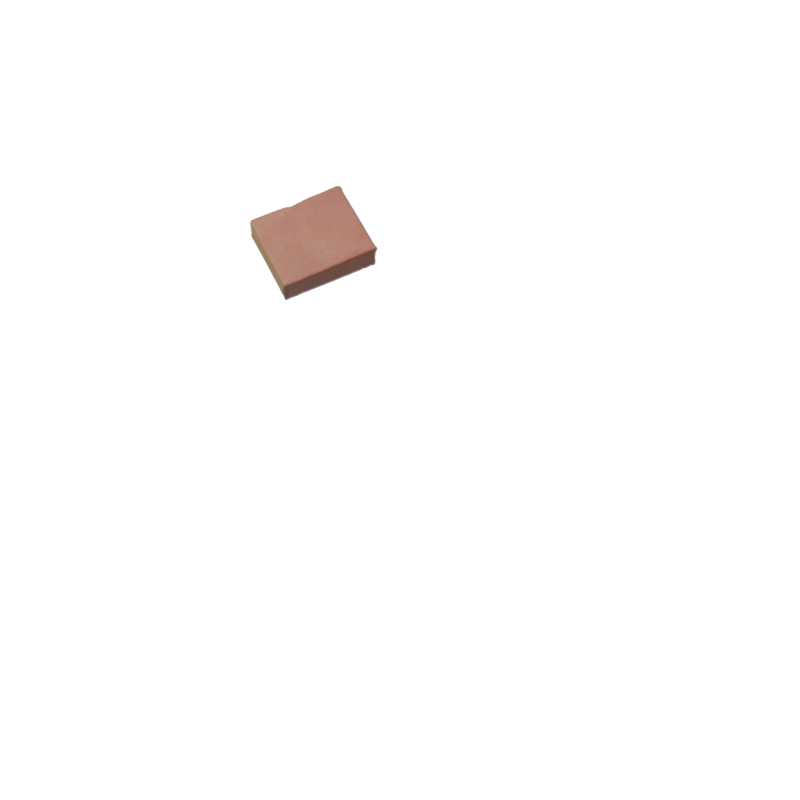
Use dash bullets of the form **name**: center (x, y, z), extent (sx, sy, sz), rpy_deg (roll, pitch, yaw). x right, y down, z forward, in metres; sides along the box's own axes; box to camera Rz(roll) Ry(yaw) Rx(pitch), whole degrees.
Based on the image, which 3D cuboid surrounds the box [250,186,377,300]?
- **box**: center (-0.075, -0.137, 0.958), extent (0.089, 0.078, 0.028), rpy_deg (-23, -26, -13)
